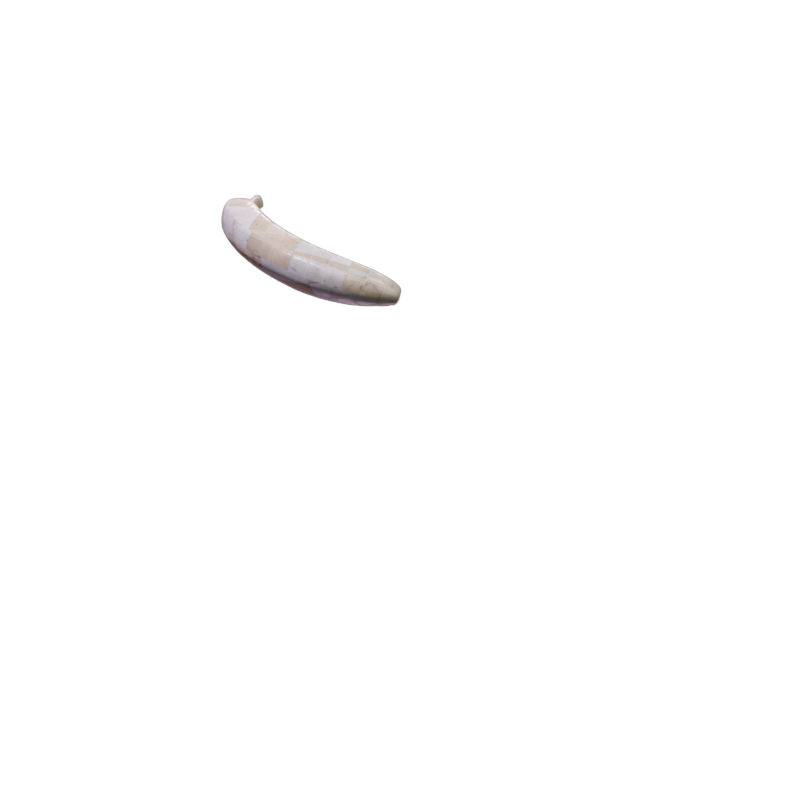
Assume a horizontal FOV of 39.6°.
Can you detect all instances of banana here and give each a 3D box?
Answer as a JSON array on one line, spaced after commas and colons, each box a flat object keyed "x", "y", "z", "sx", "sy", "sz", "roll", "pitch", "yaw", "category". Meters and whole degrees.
[{"x": -0.085, "y": -0.119, "z": 0.862, "sx": 0.069, "sy": 0.034, "sz": 0.213, "roll": -23, "pitch": 43, "yaw": -29, "category": "banana"}]
